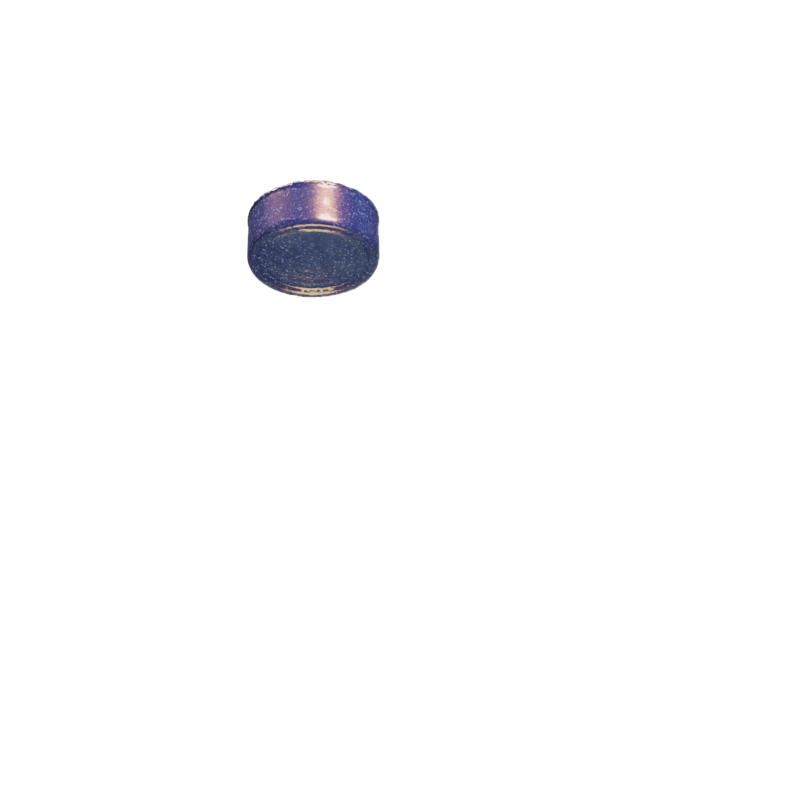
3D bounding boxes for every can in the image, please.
[{"bbox_3d":[-0.056,-0.101,0.711,0.086,0.036,0.081,1,-30,-2],"label":"can"}]
